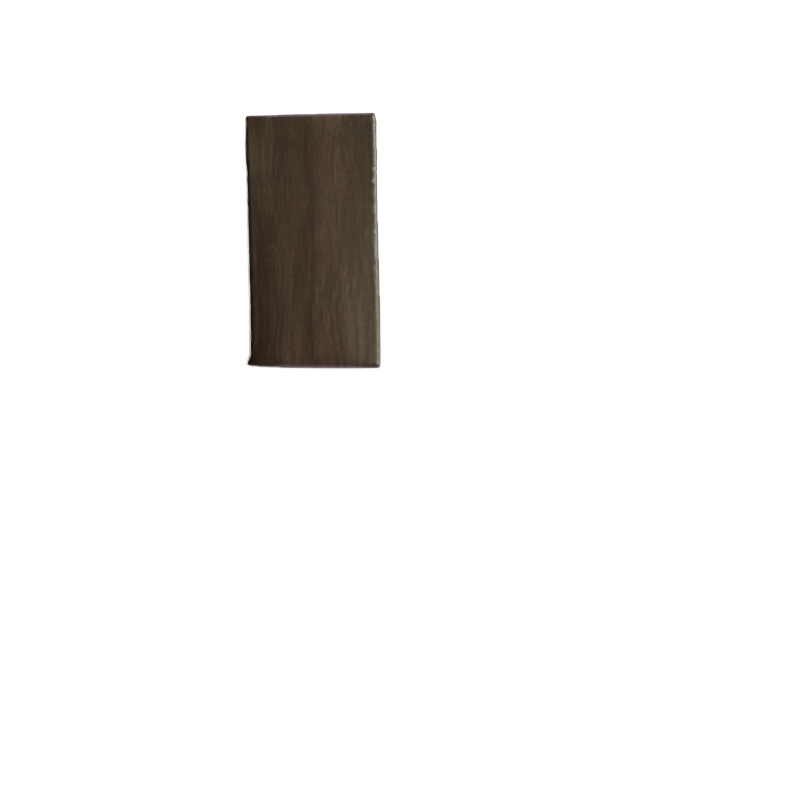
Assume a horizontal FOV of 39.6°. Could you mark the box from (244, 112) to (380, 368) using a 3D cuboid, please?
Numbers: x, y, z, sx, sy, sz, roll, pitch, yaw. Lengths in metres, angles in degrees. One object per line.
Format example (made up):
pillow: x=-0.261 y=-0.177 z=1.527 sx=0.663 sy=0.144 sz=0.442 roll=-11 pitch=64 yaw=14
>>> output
box: x=-0.061 y=-0.111 z=0.779 sx=0.094 sy=0.178 sz=0.047 roll=0 pitch=-4 yaw=2
